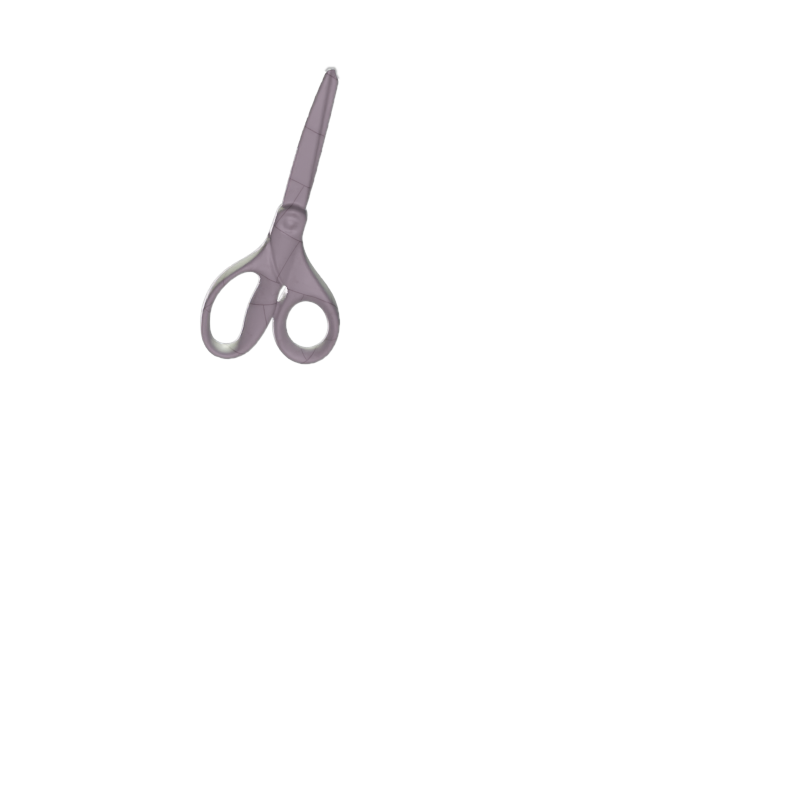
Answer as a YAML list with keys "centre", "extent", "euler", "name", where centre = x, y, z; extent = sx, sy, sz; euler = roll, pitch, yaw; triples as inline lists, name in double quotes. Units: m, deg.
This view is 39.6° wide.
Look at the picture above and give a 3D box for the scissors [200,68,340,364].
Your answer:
- centre: [-0.053, -0.096, 0.671]
  extent: [0.093, 0.196, 0.017]
  euler: [29, 27, -16]
  name: "scissors"
